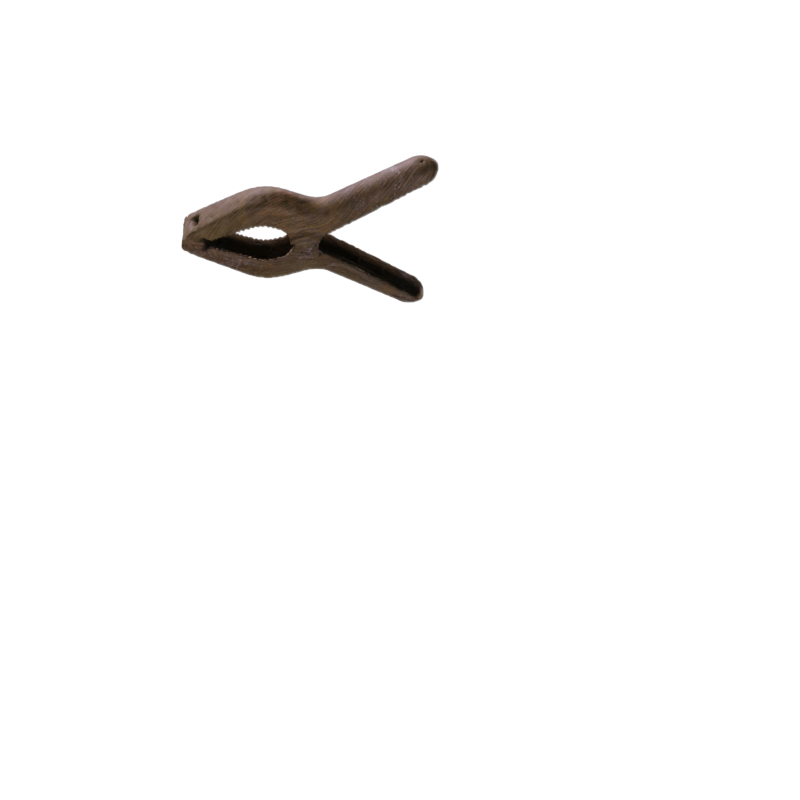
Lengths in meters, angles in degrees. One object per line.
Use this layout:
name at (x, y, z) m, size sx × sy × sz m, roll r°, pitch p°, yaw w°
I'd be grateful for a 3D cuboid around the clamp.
clamp at (-0.071, -0.130, 0.909) m, size 0.211 × 0.039 × 0.152 m, roll -3°, pitch -38°, yaw 4°
